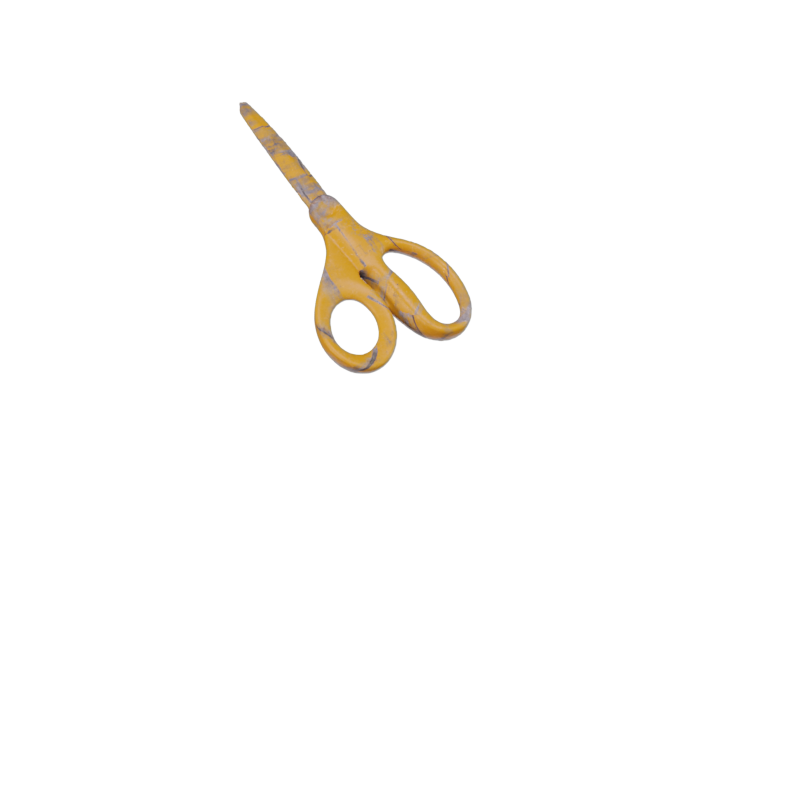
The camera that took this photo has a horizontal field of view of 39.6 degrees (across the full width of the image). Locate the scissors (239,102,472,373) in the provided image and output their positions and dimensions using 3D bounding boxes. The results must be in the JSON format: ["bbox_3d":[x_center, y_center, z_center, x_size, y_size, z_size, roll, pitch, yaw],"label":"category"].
[{"bbox_3d":[-0.051,-0.092,0.647,0.211,0.098,0.015,38,-22,18],"label":"scissors"}]
